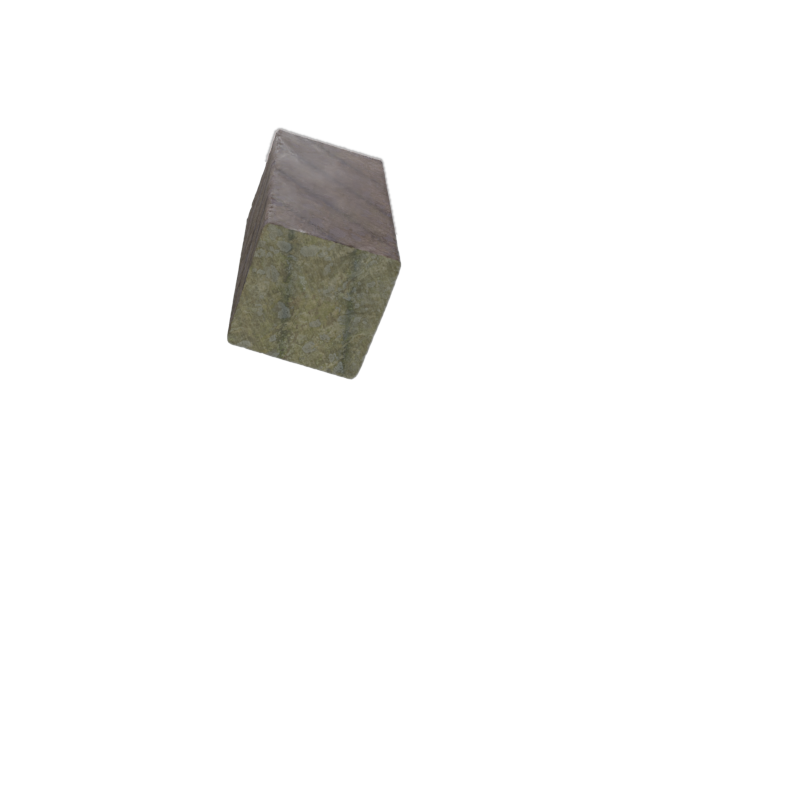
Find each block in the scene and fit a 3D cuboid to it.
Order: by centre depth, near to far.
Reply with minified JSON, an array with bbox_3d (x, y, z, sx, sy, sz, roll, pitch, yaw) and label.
[{"bbox_3d":[-0.062,-0.112,0.788,0.089,0.087,0.218,16,26,-12],"label":"block"}]
